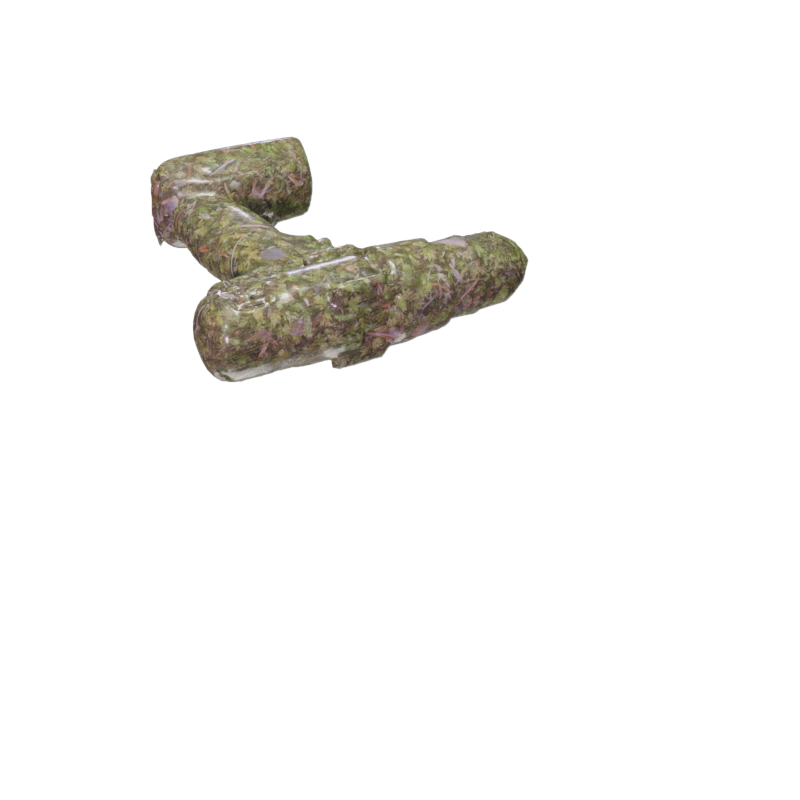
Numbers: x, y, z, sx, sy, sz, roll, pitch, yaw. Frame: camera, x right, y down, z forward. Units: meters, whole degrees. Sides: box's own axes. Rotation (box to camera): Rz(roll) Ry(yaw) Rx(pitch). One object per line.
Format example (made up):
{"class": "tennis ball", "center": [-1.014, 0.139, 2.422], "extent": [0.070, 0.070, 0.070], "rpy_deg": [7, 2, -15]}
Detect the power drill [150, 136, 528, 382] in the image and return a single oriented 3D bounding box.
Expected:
{"class": "power drill", "center": [-0.049, -0.089, 0.622], "extent": [0.181, 0.054, 0.202], "rpy_deg": [-15, 35, -23]}
